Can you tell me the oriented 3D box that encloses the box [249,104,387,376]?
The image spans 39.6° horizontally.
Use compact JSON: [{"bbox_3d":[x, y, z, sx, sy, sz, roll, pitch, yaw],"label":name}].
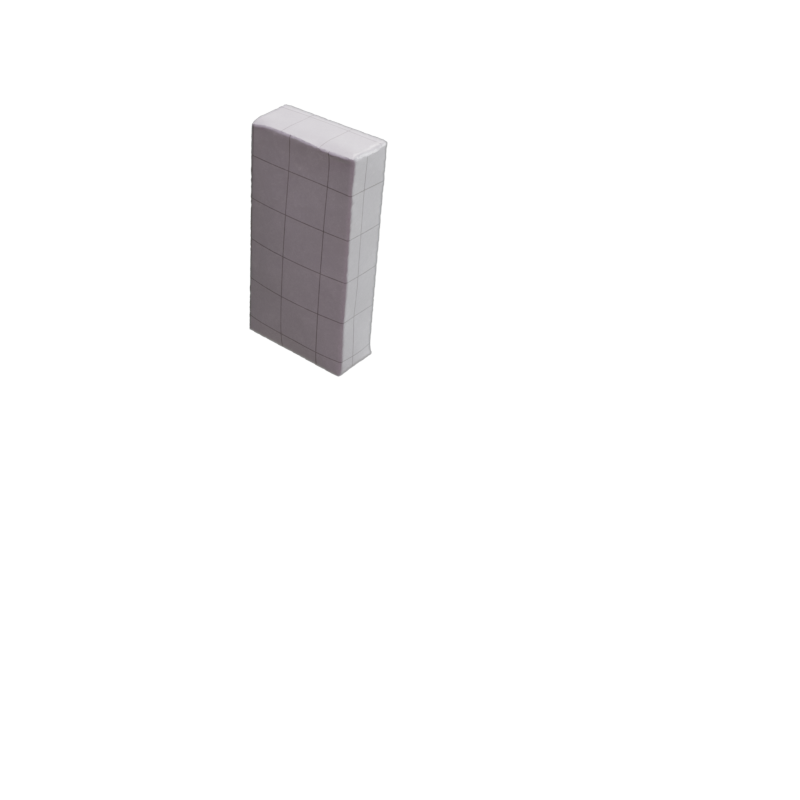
[{"bbox_3d":[-0.062,-0.113,0.790,0.099,0.165,0.048,26,41,30],"label":"box"}]
